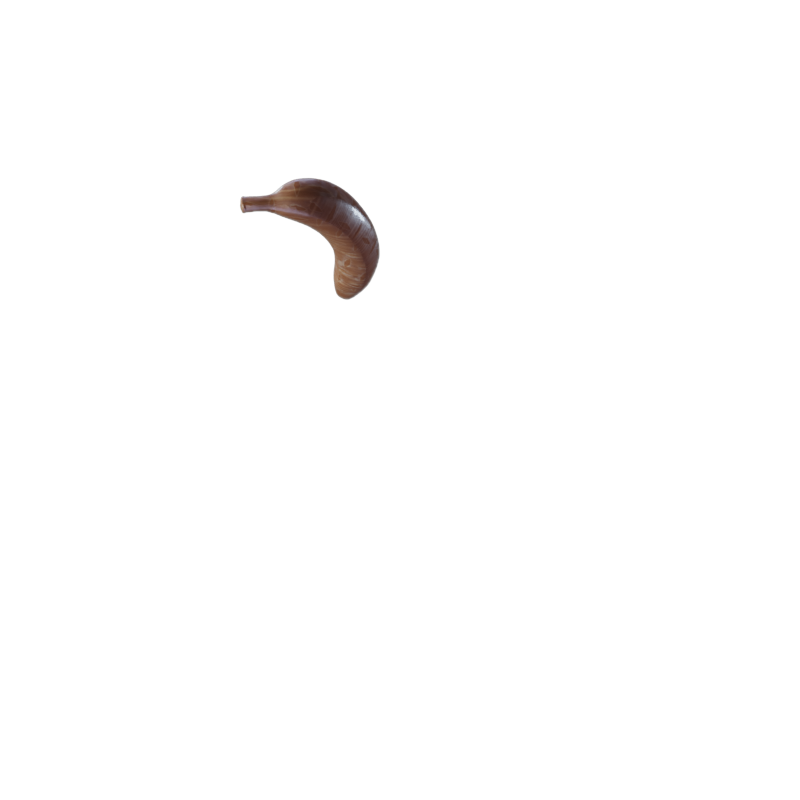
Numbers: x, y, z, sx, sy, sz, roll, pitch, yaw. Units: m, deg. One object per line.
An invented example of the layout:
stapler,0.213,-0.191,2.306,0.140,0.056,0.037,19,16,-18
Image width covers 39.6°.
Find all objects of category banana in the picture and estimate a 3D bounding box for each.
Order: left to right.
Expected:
banana,-0.053,-0.130,0.878,0.071,0.039,0.184,-9,-22,20
